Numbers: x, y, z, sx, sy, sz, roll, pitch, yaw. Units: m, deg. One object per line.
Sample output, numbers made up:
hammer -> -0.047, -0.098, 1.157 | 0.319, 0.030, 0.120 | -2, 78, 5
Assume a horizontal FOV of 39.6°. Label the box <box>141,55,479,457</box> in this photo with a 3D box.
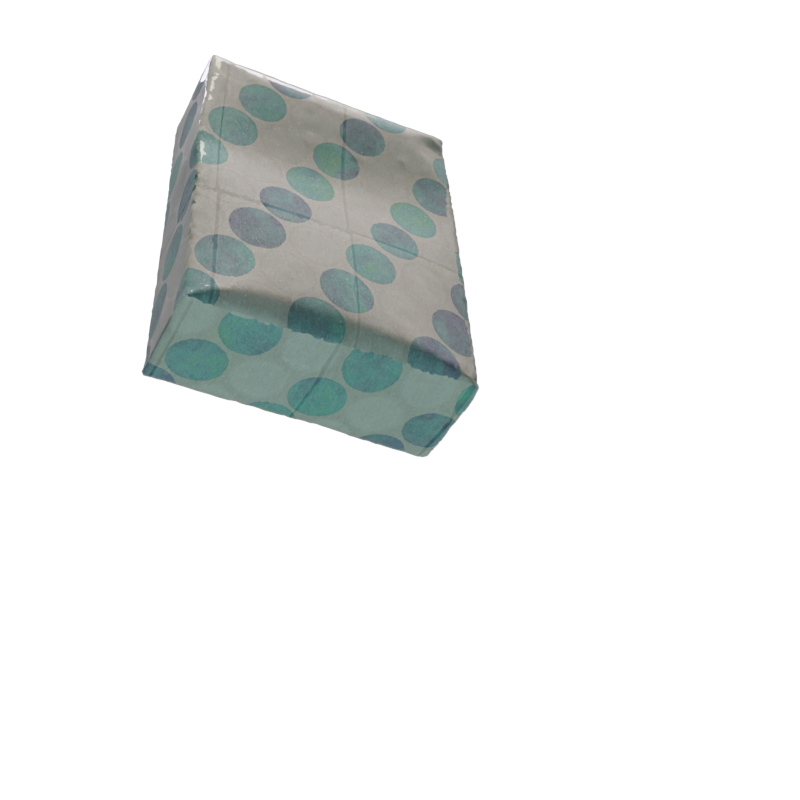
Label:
box -> -0.049, -0.090, 0.630 | 0.159, 0.230, 0.069 | 16, -47, -19
